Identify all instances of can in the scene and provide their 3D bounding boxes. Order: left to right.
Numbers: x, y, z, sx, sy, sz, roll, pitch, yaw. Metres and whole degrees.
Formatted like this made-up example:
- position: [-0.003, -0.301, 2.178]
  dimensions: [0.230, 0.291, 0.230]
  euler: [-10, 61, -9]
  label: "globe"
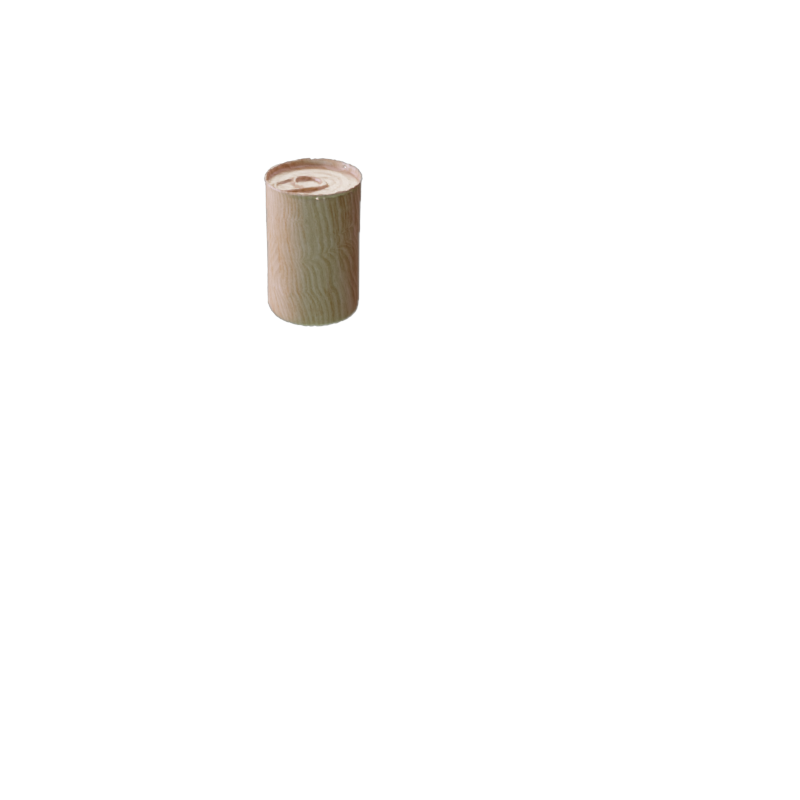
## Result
- position: [-0.062, -0.112, 0.787]
  dimensions: [0.068, 0.096, 0.073]
  euler: [0, 29, -2]
  label: "can"
